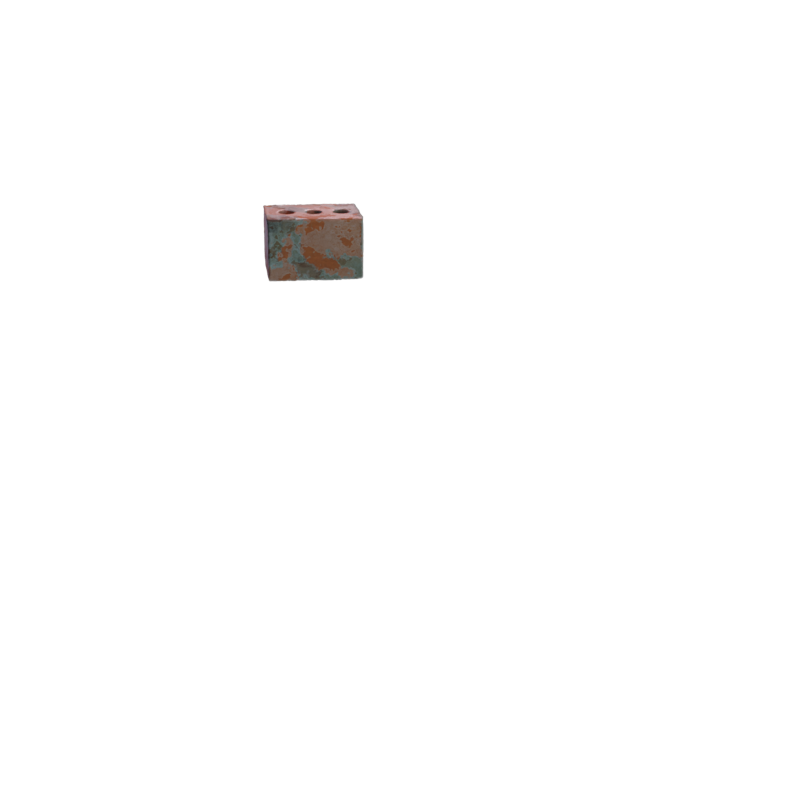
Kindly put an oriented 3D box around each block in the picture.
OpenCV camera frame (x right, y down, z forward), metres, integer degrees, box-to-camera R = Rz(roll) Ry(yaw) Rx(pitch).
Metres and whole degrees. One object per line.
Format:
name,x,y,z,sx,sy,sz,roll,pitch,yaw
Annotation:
block,-0.070,-0.127,0.889,0.077,0.049,0.055,-2,18,-7
